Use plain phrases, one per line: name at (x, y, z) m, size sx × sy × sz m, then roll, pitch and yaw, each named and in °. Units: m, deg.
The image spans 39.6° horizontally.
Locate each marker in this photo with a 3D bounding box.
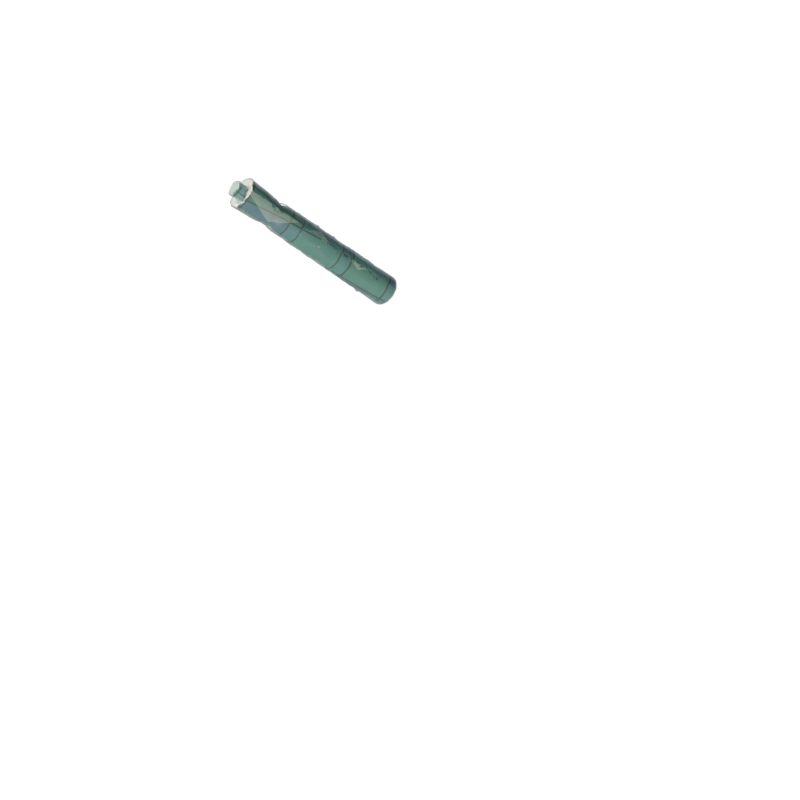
marker at (-0.049, -0.090, 0.632) m, size 0.113 × 0.020 × 0.020 m, roll 32°, pitch -15°, yaw -32°
